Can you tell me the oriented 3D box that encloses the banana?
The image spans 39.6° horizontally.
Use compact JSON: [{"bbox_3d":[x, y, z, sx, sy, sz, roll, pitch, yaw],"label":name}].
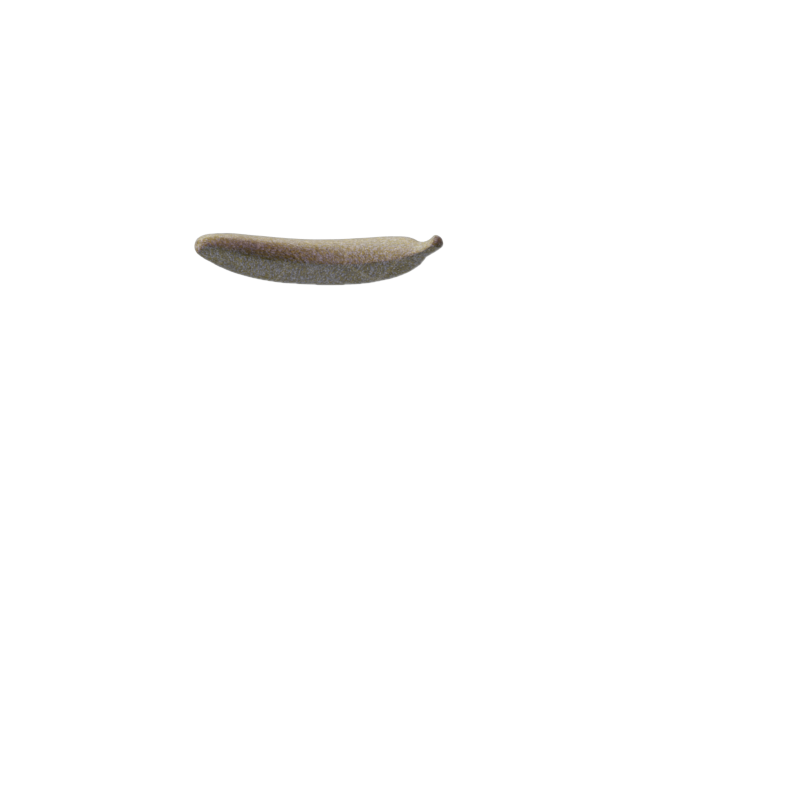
[{"bbox_3d":[-0.066,-0.120,0.907,0.198,0.039,0.065,-2,-27,3],"label":"banana"}]
